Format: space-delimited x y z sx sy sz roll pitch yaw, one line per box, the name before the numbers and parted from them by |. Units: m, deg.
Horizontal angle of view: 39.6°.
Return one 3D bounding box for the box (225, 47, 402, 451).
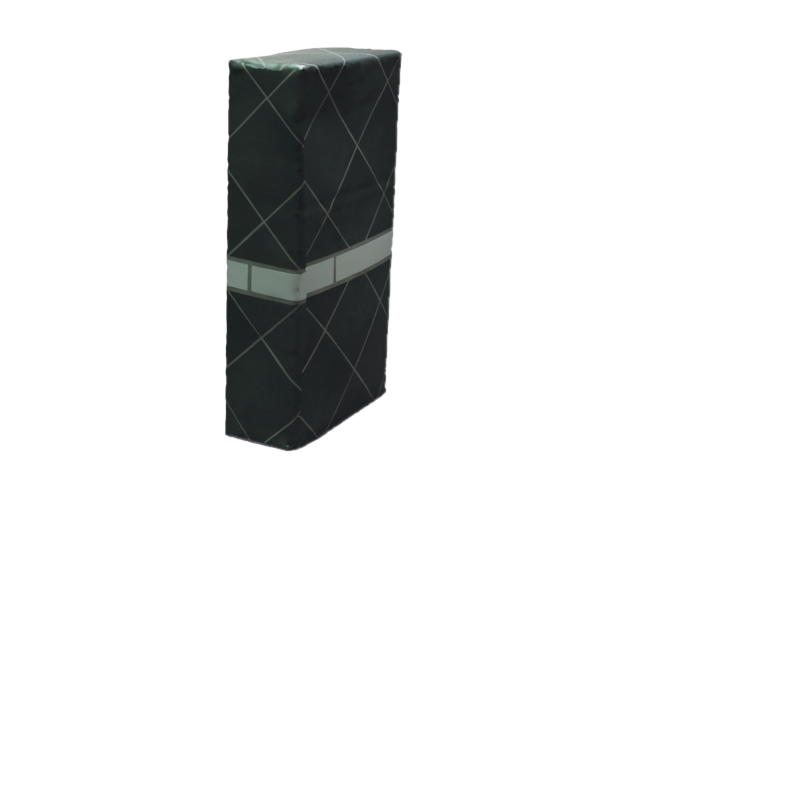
box | -0.041 -0.074 0.521 0.050 0.170 0.093 9 17 27
